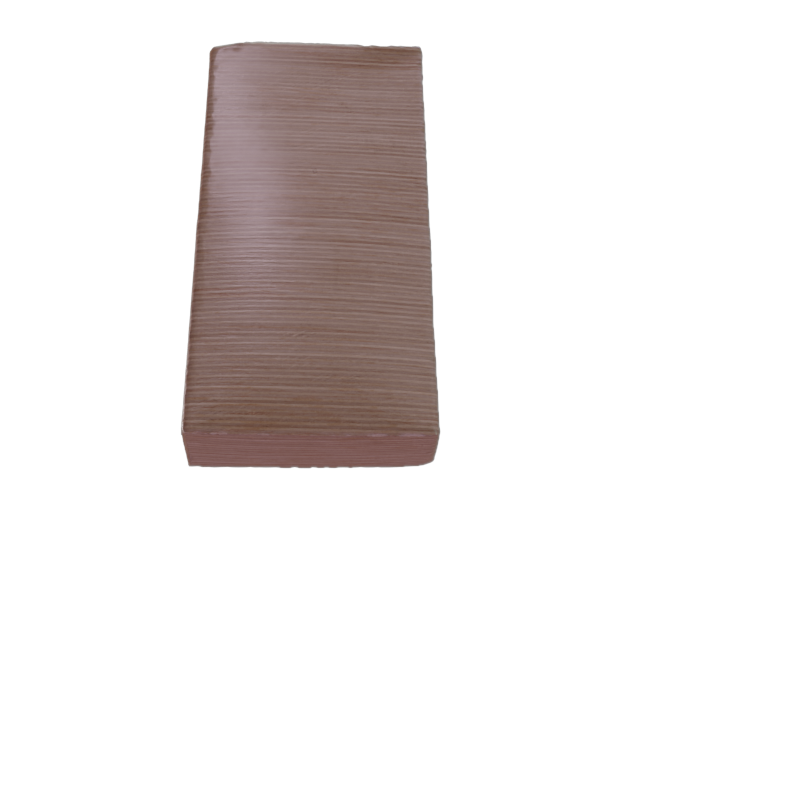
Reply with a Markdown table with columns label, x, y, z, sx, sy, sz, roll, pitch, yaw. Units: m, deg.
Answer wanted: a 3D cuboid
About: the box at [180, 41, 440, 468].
| label | x | y | z | sx | sy | sz | roll | pitch | yaw |
| --- | --- | --- | --- | --- | --- | --- | --- | --- | --- |
| box | -0.035 | -0.063 | 0.442 | 0.093 | 0.187 | 0.045 | -1 | -26 | -3 |
